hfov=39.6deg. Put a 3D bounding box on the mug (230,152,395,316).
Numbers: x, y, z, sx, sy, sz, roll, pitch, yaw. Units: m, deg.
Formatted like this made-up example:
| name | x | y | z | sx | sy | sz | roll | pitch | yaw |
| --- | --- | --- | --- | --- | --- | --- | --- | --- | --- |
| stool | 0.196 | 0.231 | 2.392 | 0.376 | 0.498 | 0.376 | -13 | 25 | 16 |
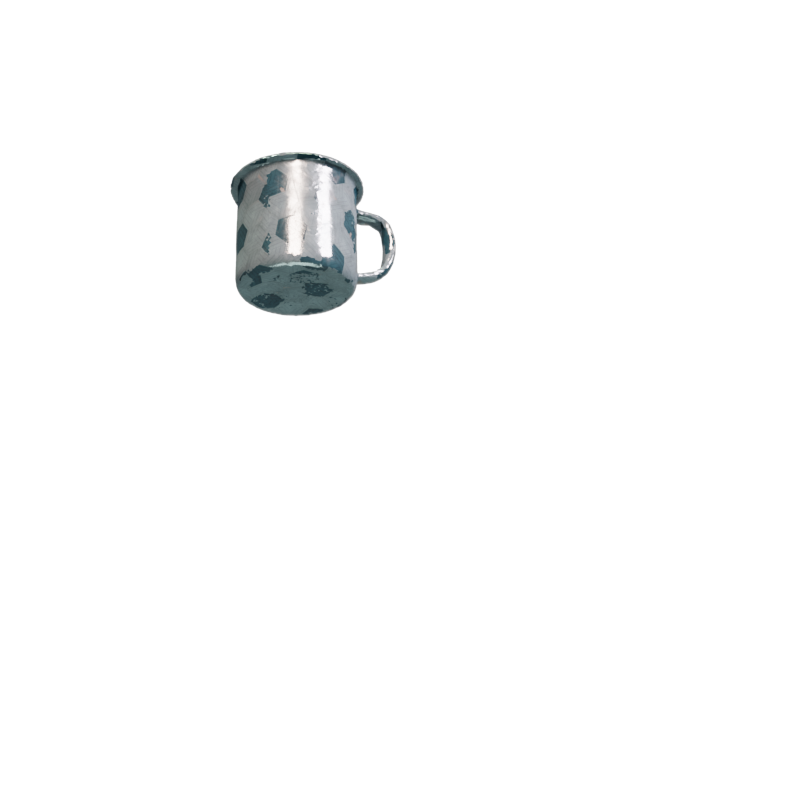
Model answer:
| name | x | y | z | sx | sy | sz | roll | pitch | yaw |
| --- | --- | --- | --- | --- | --- | --- | --- | --- | --- |
| mug | -0.059 | -0.108 | 0.759 | 0.114 | 0.086 | 0.090 | 8 | -27 | -18 |
